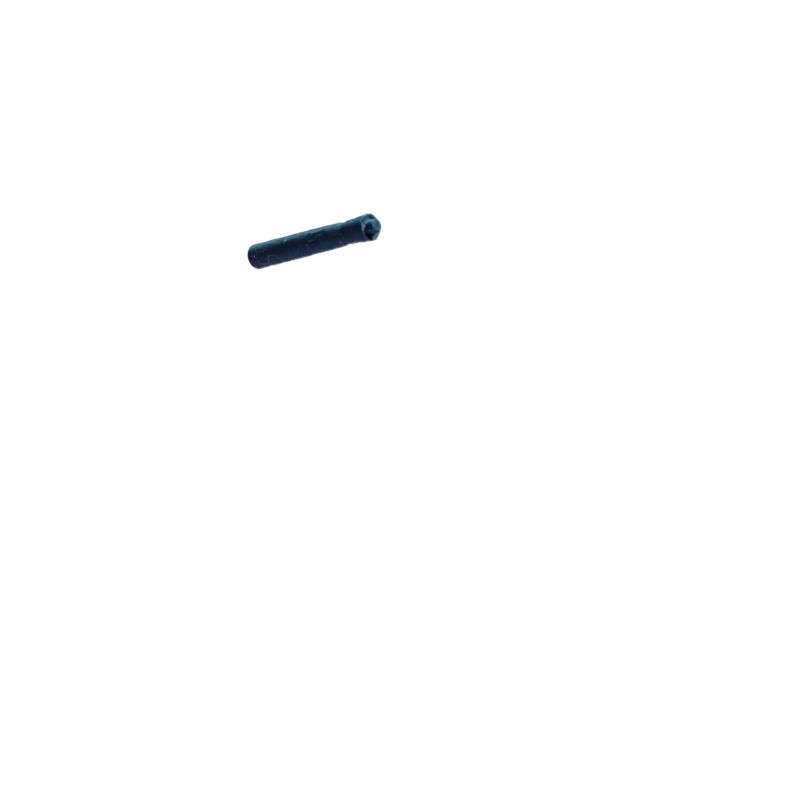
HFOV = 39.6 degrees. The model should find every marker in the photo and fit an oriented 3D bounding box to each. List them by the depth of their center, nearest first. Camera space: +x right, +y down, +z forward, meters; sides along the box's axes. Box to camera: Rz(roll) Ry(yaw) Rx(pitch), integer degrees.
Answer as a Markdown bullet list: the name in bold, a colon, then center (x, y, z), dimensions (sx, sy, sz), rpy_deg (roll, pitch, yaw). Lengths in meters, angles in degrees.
- **marker**: center (-0.060, -0.110, 0.773), dimensions (0.124, 0.020, 0.019), rpy_deg (-7, -2, 43)
